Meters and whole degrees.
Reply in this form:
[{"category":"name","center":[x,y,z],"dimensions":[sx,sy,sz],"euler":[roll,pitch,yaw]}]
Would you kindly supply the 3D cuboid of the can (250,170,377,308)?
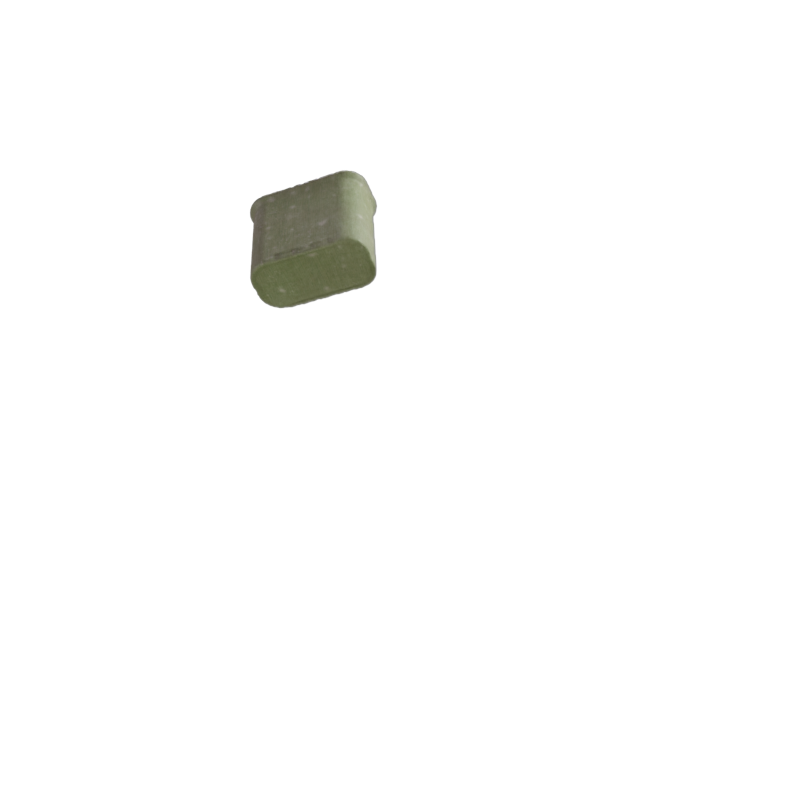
[{"category":"can","center":[-0.069,-0.126,0.879],"dimensions":[0.103,0.090,0.053],"euler":[-16,-47,13]}]
